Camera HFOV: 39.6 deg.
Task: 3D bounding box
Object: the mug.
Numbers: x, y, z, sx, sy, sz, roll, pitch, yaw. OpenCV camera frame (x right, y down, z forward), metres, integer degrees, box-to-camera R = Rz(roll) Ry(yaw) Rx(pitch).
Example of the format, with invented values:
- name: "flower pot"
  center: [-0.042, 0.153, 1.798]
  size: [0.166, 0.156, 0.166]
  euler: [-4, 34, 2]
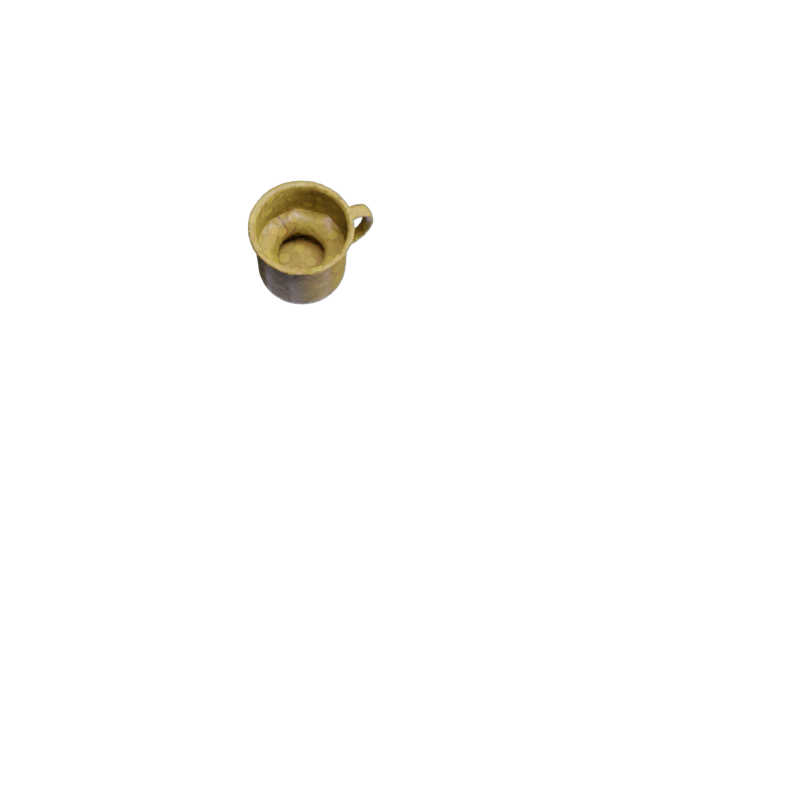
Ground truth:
- name: "mug"
  center: [-0.078, -0.143, 1.000]
  size: [0.117, 0.099, 0.077]
  euler: [-27, -20, -13]
